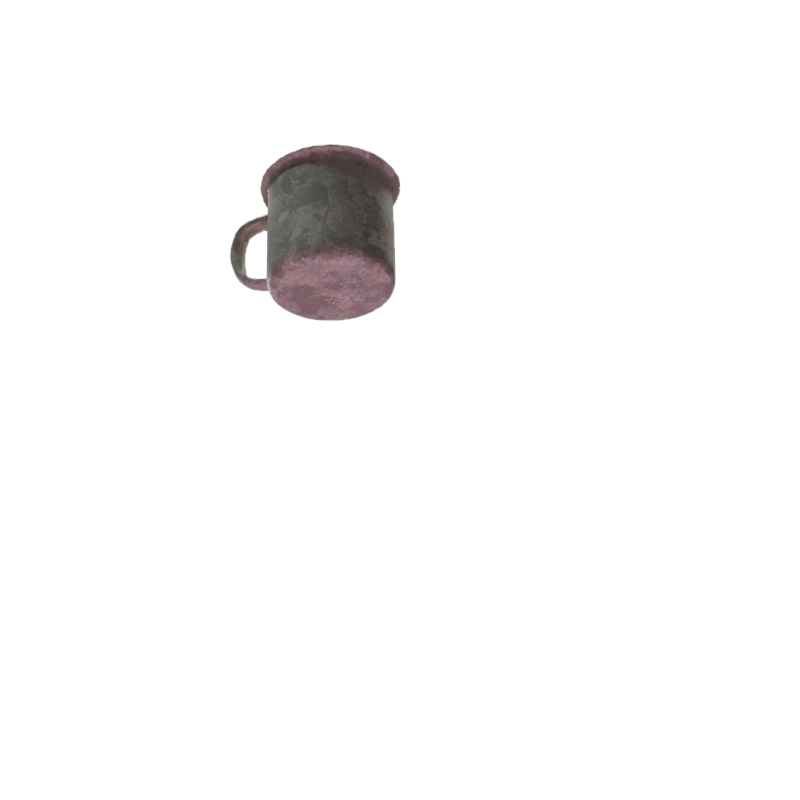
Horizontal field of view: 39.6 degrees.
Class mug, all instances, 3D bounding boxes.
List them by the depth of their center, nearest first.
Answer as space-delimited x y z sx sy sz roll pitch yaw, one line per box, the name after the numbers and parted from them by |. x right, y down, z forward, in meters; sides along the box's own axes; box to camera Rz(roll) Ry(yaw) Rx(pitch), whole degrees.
-0.056 -0.103 0.718 0.119 0.087 0.086 -10 -31 15 | mug
